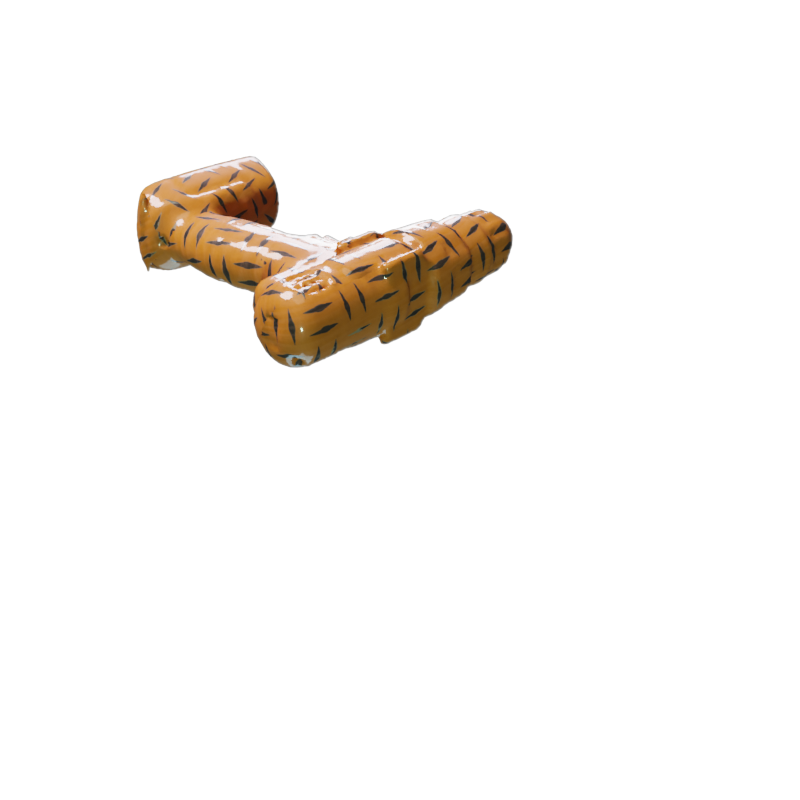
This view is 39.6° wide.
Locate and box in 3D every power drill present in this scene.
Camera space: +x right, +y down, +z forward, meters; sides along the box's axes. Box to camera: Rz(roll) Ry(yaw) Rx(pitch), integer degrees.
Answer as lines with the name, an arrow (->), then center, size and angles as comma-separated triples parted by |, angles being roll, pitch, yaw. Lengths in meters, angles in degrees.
power drill -> -0.052, -0.094, 0.659 | 0.200, 0.054, 0.183 | 25, 37, 38
